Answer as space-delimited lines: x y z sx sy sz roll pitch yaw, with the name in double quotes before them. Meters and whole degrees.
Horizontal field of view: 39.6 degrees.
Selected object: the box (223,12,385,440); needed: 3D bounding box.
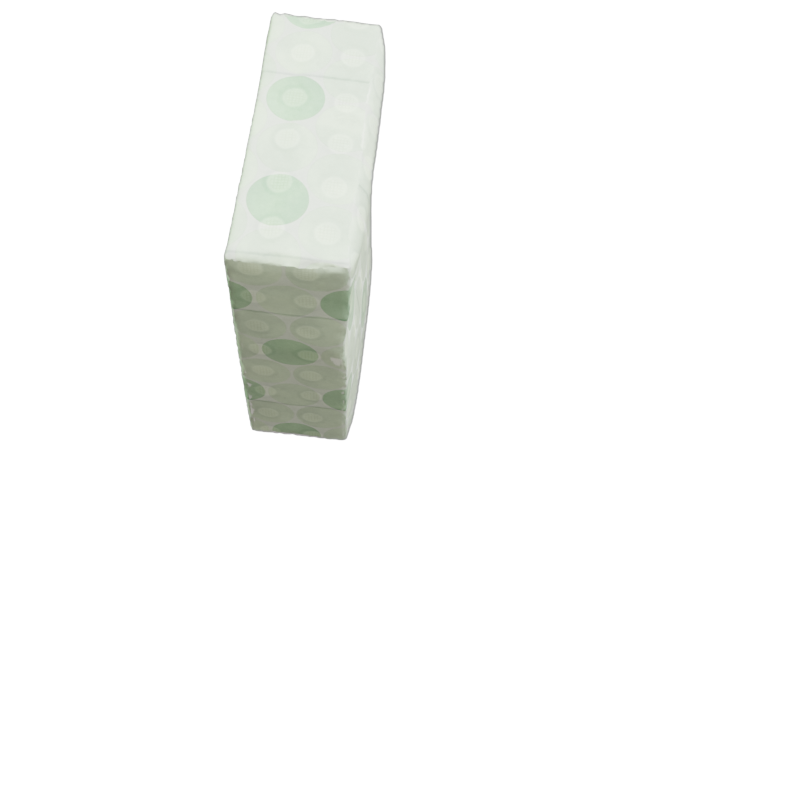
"box" -0.051 -0.094 0.658 0.072 0.174 0.201 6 -28 -1
